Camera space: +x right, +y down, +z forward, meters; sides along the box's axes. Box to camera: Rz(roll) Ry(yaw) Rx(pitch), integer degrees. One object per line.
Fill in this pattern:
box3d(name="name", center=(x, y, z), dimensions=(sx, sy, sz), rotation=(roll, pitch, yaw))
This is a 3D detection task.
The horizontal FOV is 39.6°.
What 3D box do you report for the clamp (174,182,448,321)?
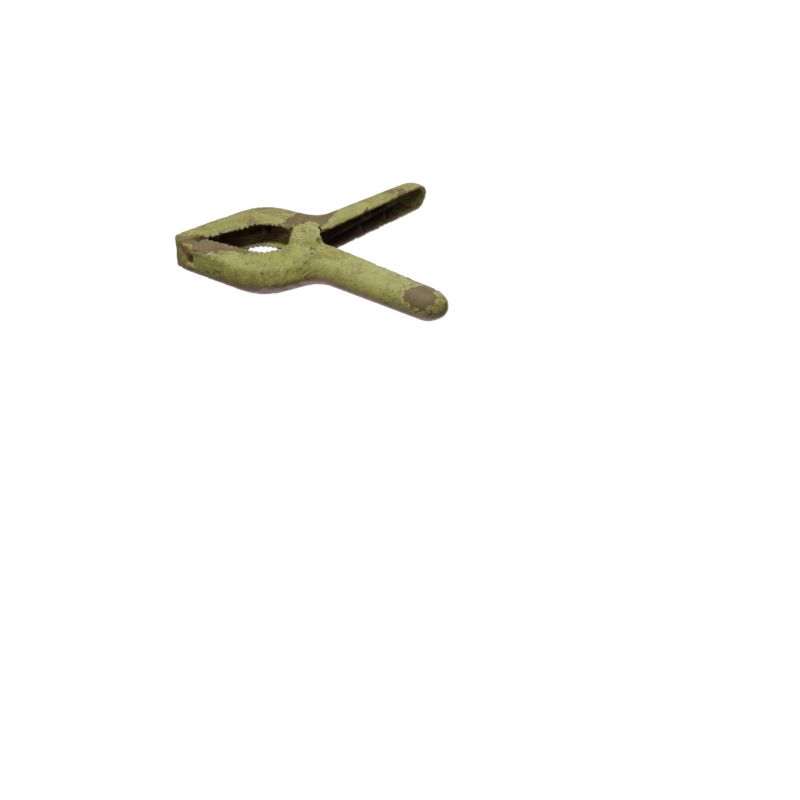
box3d(name="clamp", center=(-0.068, -0.124, 0.869), dimensions=(0.211, 0.034, 0.175), rotation=(3, 39, 3))
